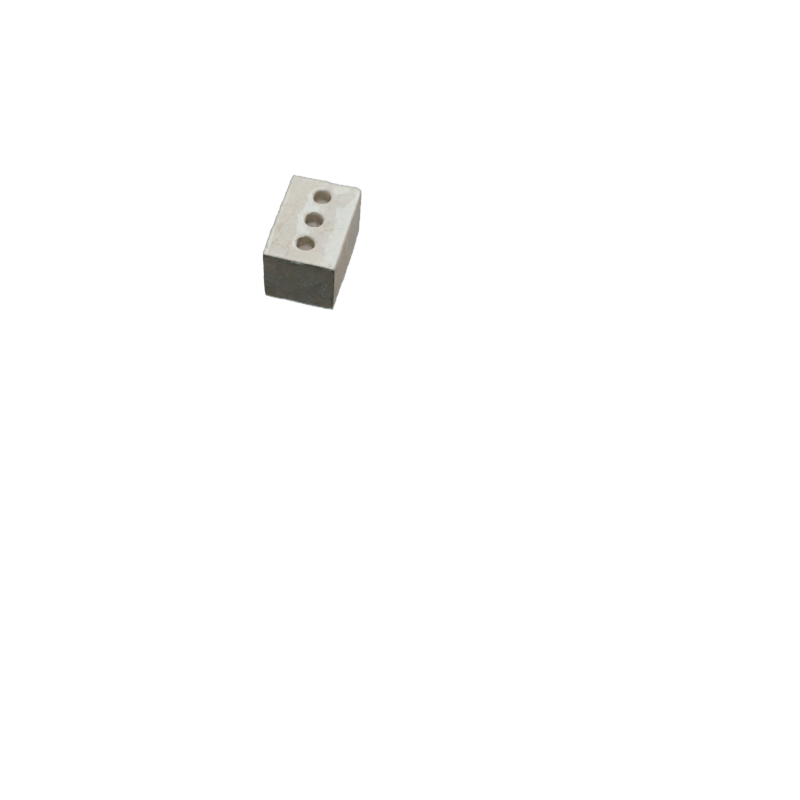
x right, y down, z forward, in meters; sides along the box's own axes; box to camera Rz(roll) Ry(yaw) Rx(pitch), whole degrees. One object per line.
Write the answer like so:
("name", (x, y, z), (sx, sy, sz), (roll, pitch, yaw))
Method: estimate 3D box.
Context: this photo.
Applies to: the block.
("block", (-0.062, -0.113, 0.790), (0.053, 0.082, 0.048), (11, -35, 6))
